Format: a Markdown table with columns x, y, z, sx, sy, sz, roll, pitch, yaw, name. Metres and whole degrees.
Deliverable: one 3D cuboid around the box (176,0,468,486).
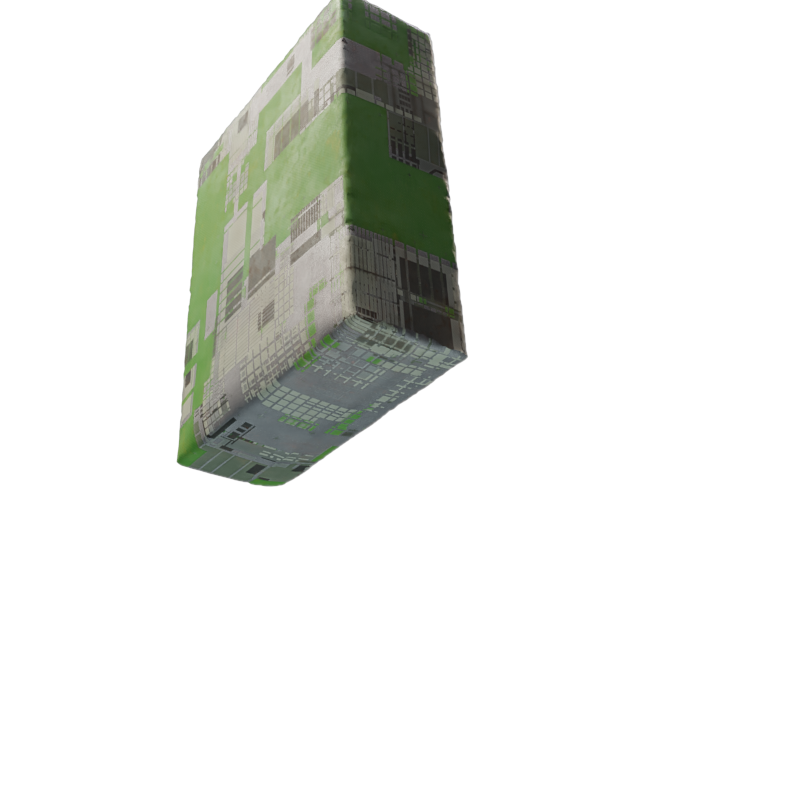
| x | y | z | sx | sy | sz | roll | pitch | yaw | name |
| --- | --- | --- | --- | --- | --- | --- | --- | --- | --- |
| -0.046 | -0.084 | 0.590 | 0.068 | 0.229 | 0.161 | 21 | -41 | -30 | box |
